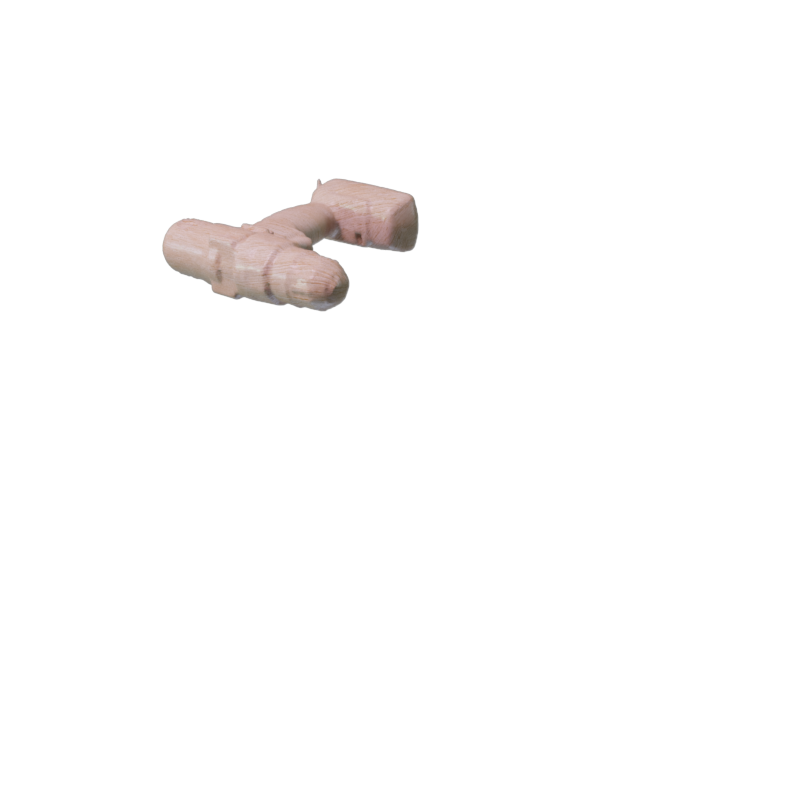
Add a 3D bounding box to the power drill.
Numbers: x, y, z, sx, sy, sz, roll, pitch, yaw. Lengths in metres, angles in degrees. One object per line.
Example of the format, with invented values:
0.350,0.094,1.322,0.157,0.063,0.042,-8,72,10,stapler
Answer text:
-0.070,-0.128,0.897,0.195,0.055,0.186,20,31,37,power drill
